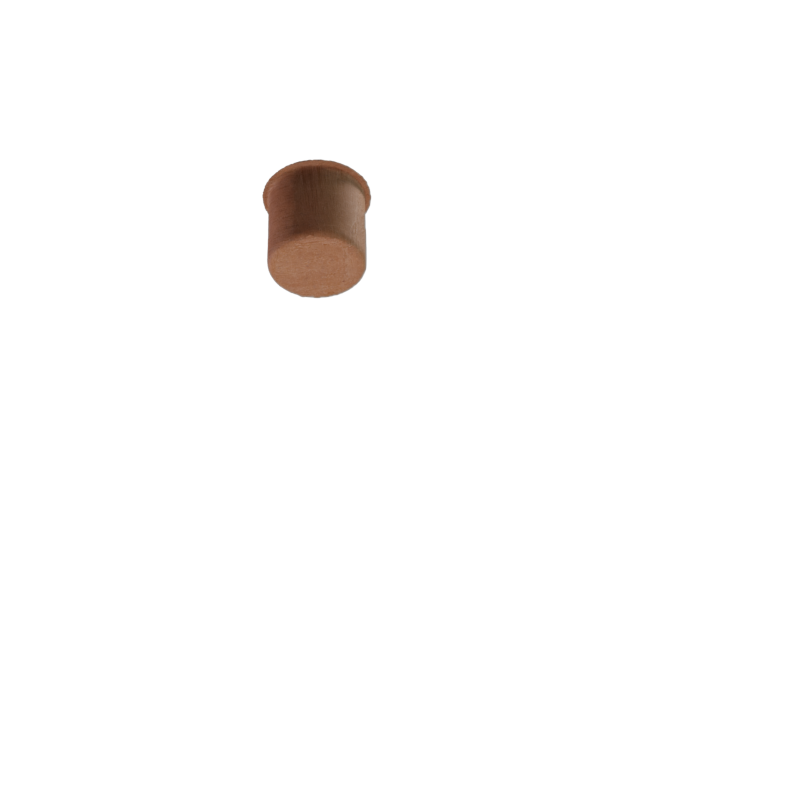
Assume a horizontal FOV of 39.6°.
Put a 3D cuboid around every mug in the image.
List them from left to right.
[{"bbox_3d":[-0.073,-0.133,0.932,0.091,0.087,0.112,10,-38,-14],"label":"mug"}]
